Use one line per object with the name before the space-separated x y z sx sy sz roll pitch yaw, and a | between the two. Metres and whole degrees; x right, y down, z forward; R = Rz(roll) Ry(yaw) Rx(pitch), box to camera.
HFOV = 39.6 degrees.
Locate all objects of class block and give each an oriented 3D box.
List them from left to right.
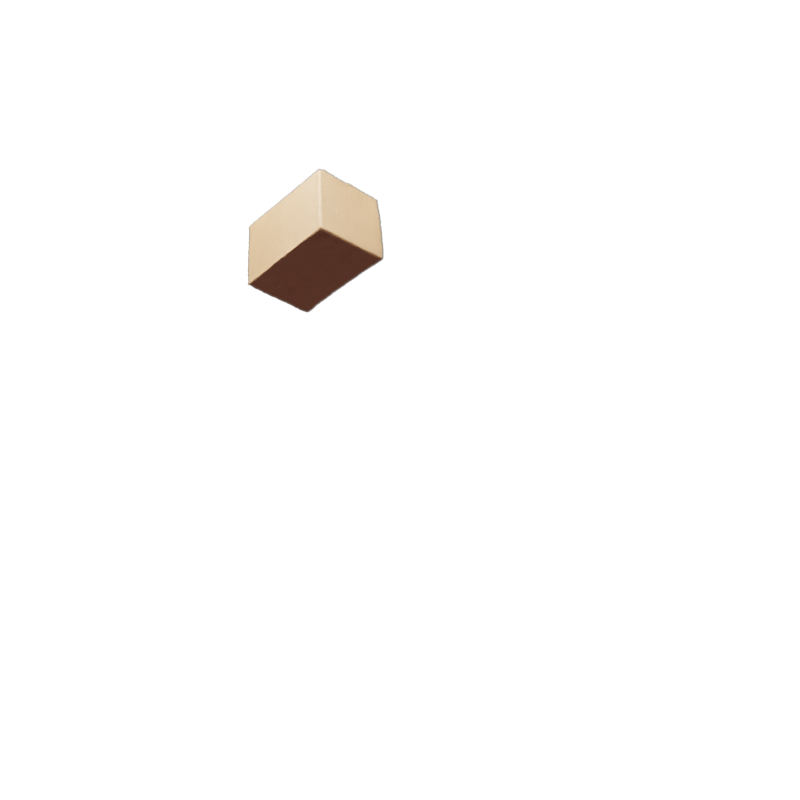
block | -0.056 -0.103 0.720 0.050 0.055 0.077 27 -43 -35
